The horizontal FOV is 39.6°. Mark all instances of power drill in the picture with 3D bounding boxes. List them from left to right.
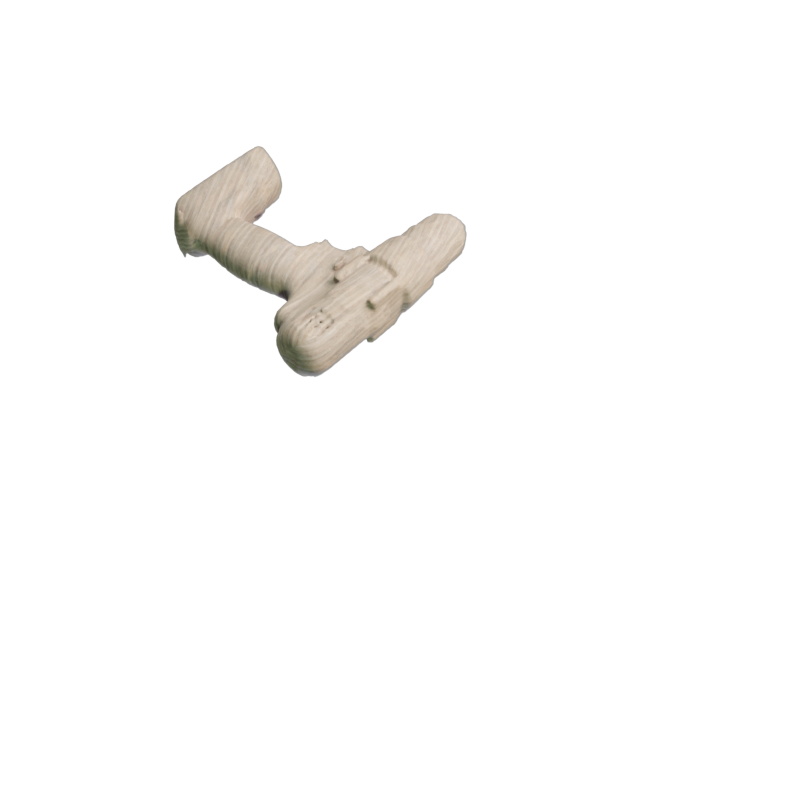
[{"bbox_3d":[-0.067,-0.122,0.853,0.199,0.053,0.186,35,57,27],"label":"power drill"}]
